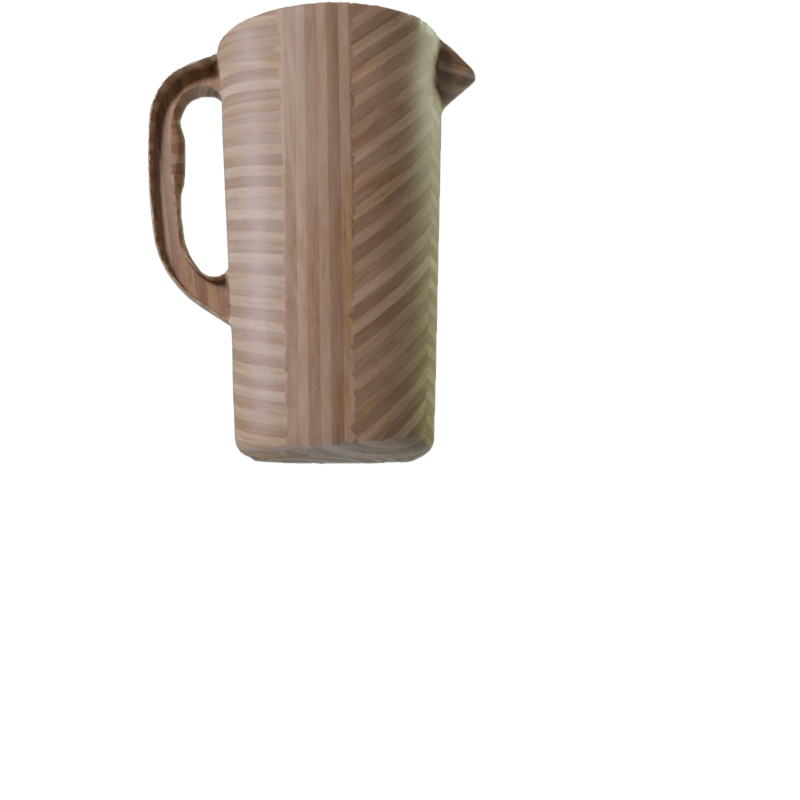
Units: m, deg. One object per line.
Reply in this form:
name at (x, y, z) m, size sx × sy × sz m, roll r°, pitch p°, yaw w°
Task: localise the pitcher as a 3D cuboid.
pitcher at (-0.049, -0.089, 0.626) m, size 0.137 × 0.251 × 0.153 m, roll 10°, pitch -16°, yaw -44°
